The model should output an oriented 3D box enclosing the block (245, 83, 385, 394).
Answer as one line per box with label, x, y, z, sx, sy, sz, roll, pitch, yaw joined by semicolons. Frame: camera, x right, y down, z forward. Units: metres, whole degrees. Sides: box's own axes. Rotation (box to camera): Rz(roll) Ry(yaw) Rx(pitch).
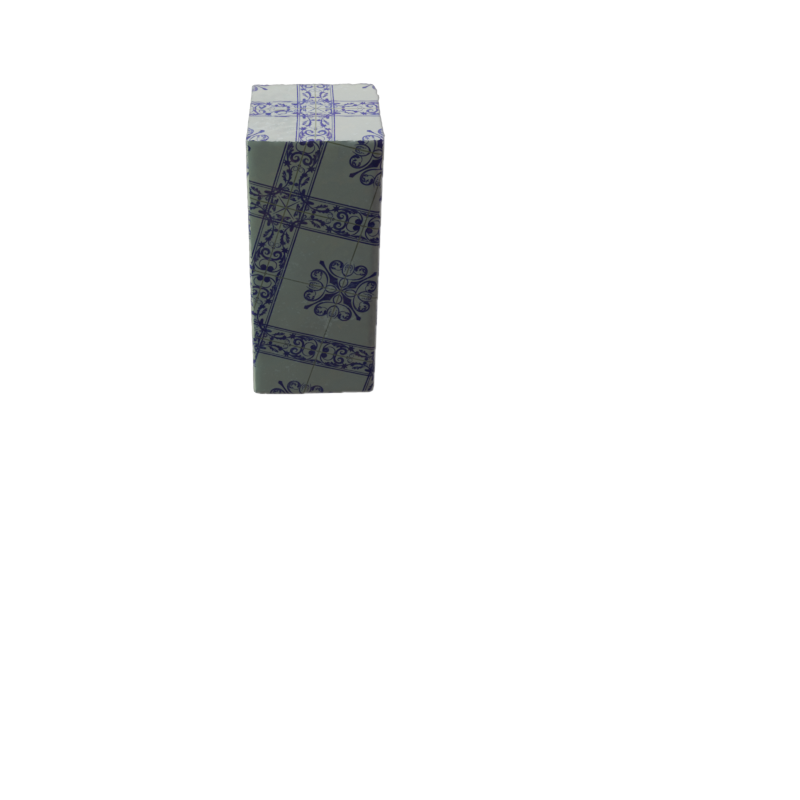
block;-0.061;-0.113;0.791;0.090;0.193;0.097;0;34;-4
